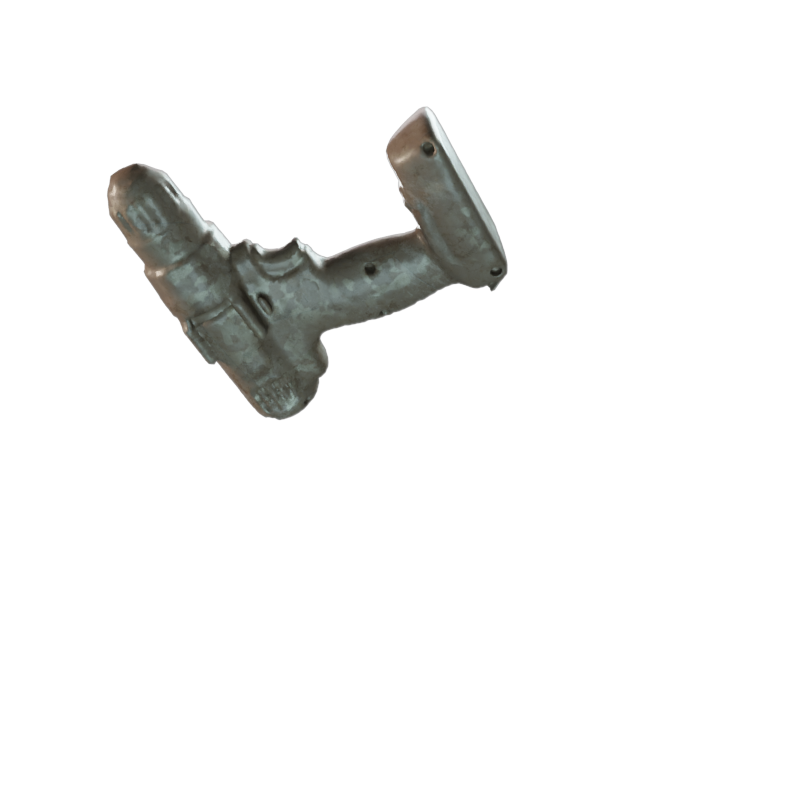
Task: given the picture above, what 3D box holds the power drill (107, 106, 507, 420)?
[{"bbox_3d":[-0.049,-0.090,0.629,0.188,0.172,0.061,-25,31,16],"label":"power drill"}]
